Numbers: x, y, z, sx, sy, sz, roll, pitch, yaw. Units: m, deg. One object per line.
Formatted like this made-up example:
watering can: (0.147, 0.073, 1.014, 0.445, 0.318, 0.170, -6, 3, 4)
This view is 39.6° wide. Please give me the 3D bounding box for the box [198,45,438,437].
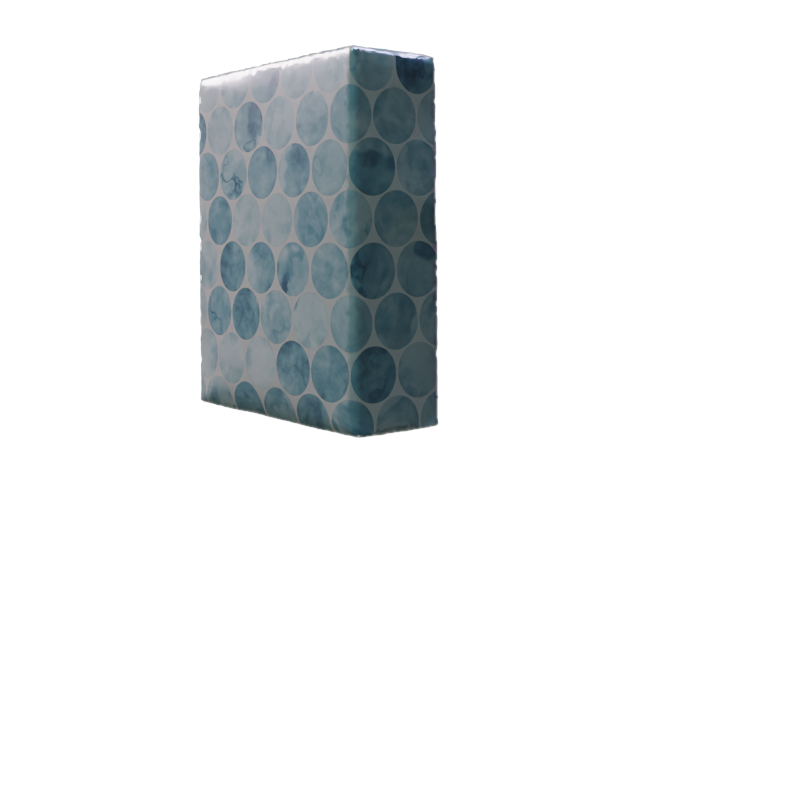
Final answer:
box: (-0.053, -0.097, 0.678, 0.069, 0.213, 0.171, -1, 3, -39)
